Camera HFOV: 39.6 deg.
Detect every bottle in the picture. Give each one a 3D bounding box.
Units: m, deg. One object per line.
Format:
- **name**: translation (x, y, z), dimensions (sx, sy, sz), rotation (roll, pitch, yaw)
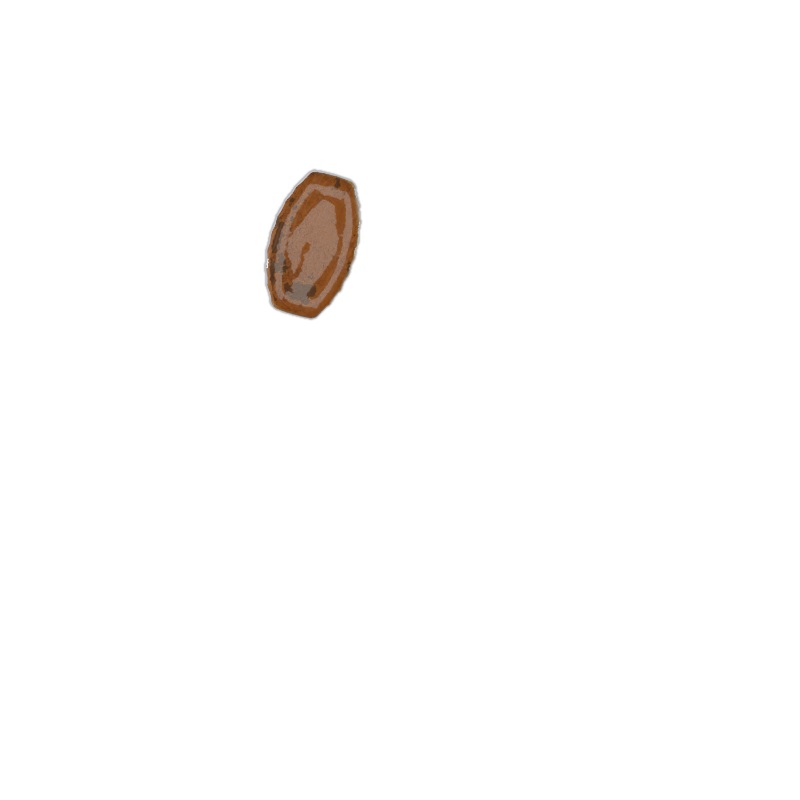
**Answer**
- **bottle**: translation (-0.064, -0.116, 0.811), dimensions (0.058, 0.095, 0.195), rotation (14, 7, -6)
